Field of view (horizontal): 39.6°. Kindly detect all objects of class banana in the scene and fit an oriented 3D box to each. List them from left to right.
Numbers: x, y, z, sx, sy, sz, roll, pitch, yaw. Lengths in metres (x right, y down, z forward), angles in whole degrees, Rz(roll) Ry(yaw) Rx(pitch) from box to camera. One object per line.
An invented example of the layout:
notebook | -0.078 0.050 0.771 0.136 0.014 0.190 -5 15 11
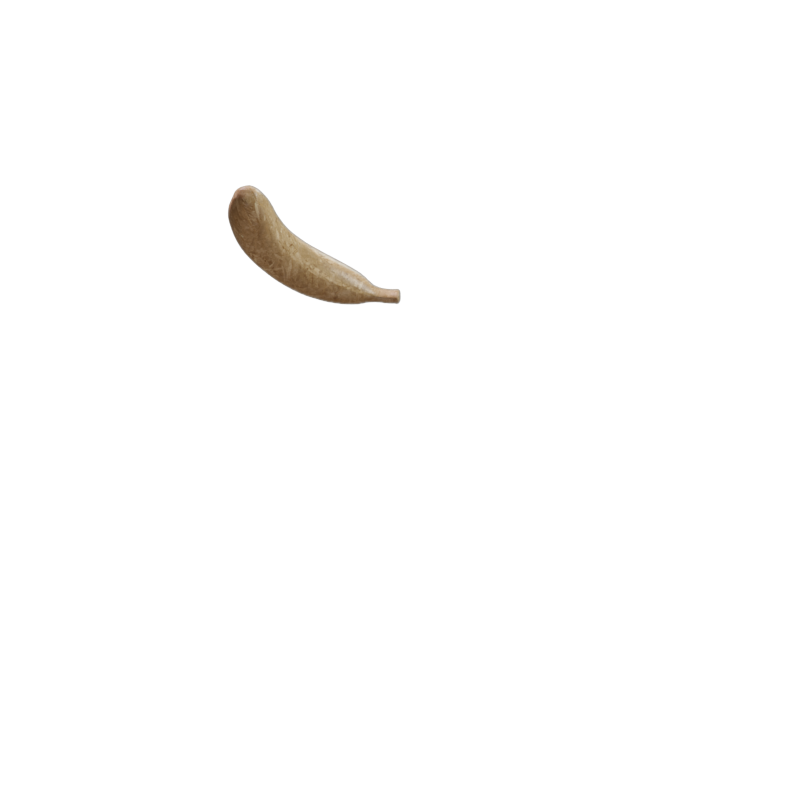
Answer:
banana | -0.079 -0.115 0.851 0.070 0.039 0.184 -16 -27 32
